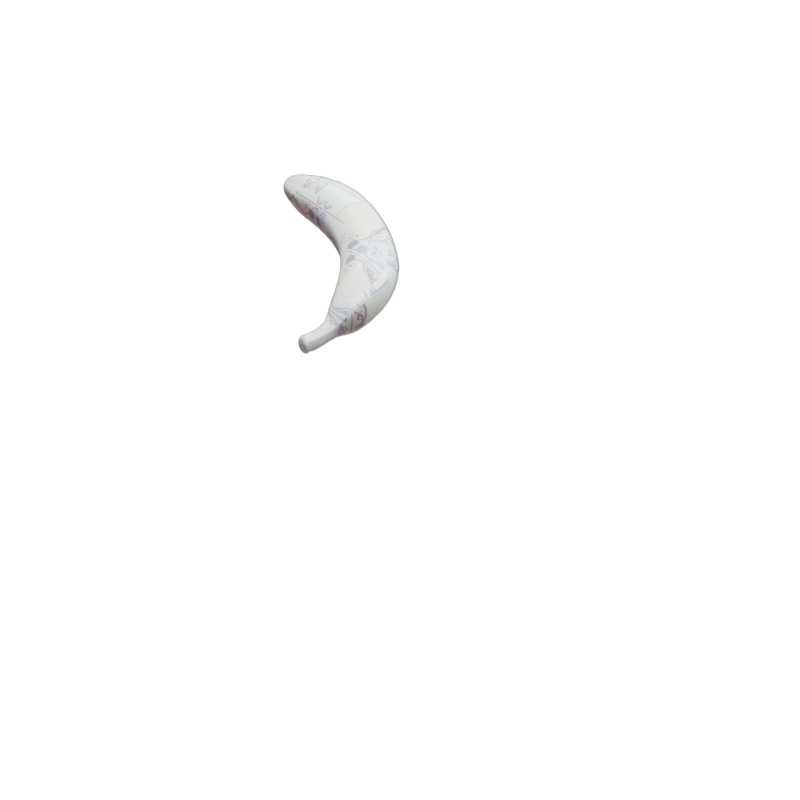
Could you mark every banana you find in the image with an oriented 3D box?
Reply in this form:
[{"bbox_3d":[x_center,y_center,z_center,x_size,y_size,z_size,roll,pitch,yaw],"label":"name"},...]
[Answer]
[{"bbox_3d":[-0.039,-0.103,0.734,0.069,0.034,0.212,-4,37,-6],"label":"banana"}]
